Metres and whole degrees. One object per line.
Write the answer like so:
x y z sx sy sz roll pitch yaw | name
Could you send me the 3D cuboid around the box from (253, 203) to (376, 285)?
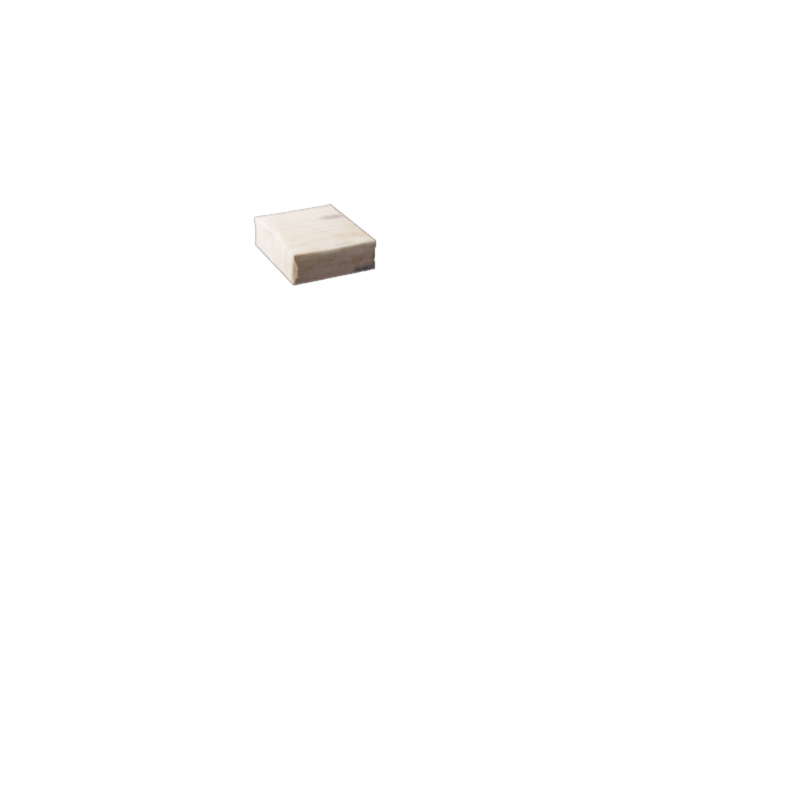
-0.071 -0.130 0.911 0.072 0.028 0.096 -13 33 -22 | box
